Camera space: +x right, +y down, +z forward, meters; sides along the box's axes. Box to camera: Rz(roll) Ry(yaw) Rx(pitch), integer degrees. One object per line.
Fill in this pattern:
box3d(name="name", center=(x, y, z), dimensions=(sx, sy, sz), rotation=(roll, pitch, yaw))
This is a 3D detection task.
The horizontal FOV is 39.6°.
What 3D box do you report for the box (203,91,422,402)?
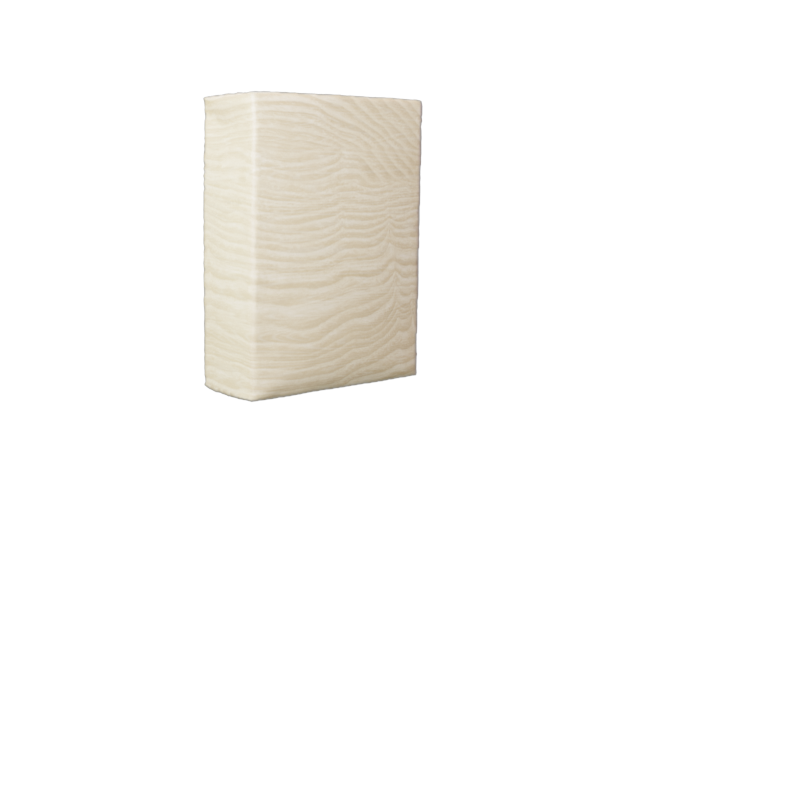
box3d(name="box", center=(-0.064, -0.117, 0.823), dimensions=(0.159, 0.211, 0.075), rotation=(-6, 8, -42))
